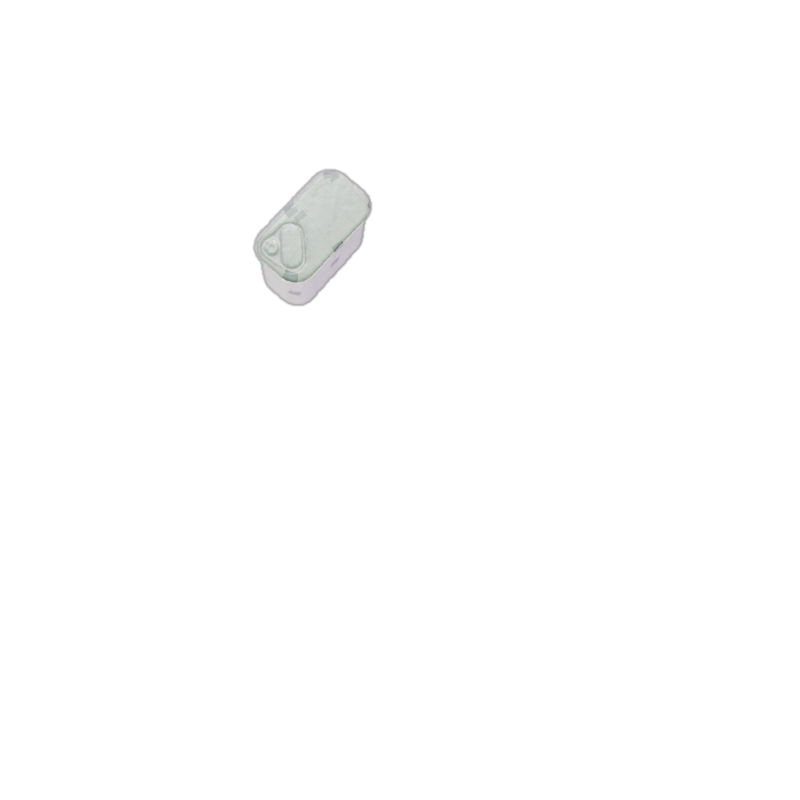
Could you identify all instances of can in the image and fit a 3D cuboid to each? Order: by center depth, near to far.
[{"bbox_3d":[-0.074,-0.134,0.943,0.059,0.103,0.081,40,-12,6],"label":"can"}]
